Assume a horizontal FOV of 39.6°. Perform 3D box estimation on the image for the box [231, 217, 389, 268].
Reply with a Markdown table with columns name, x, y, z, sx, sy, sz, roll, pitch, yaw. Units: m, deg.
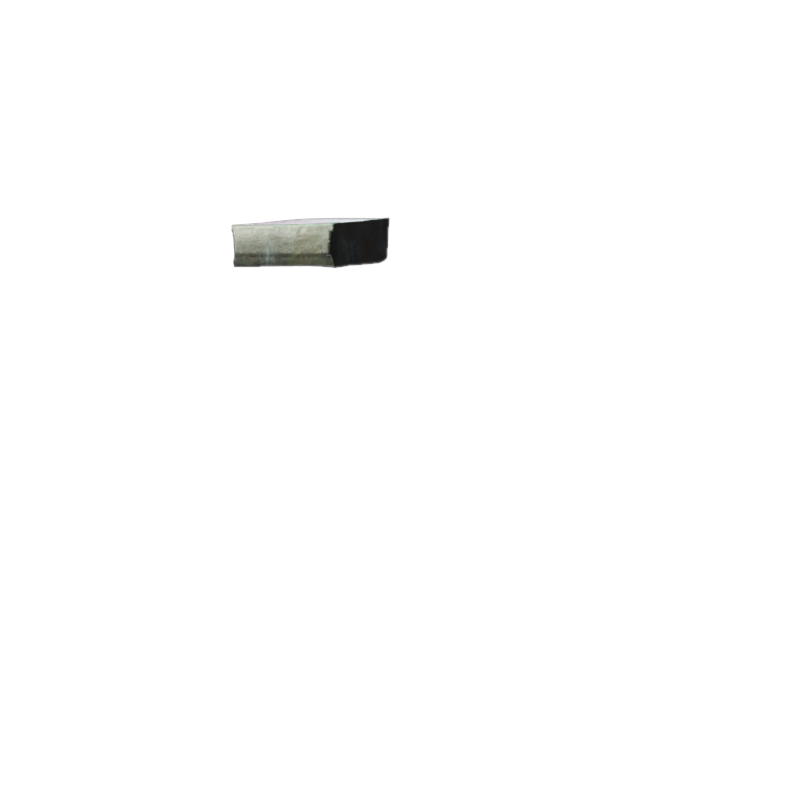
| name | x | y | z | sx | sy | sz | roll | pitch | yaw |
| --- | --- | --- | --- | --- | --- | --- | --- | --- | --- |
| box | -0.070 | -0.127 | 0.890 | 0.093 | 0.038 | 0.111 | 3 | 9 | 23 |
